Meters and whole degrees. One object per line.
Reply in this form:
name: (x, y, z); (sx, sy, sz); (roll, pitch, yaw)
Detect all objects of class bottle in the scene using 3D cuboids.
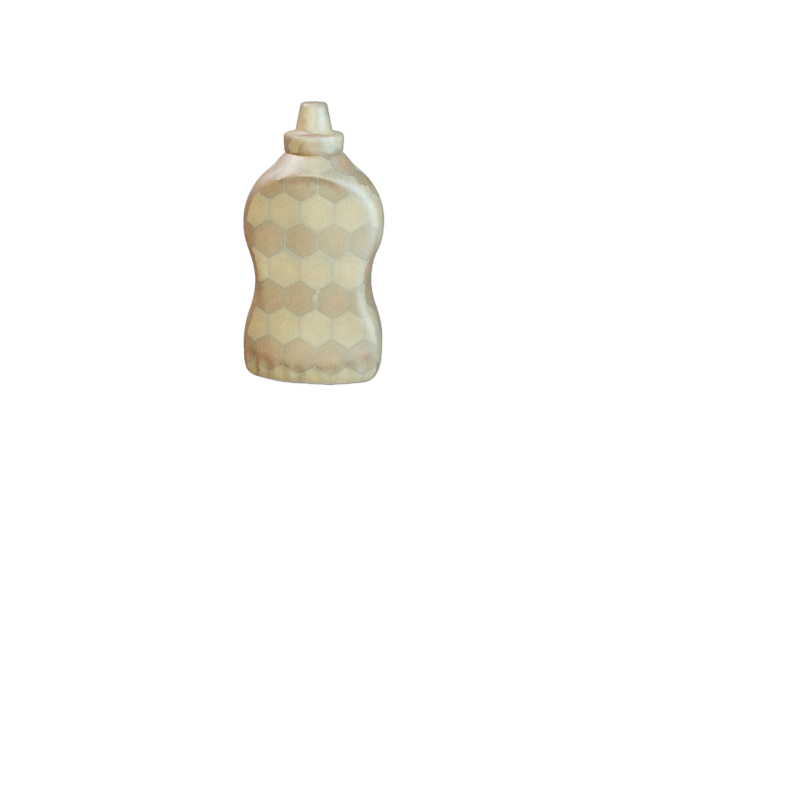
bottle: (-0.060, -0.109, 0.765); (0.097, 0.185, 0.059); (4, 15, 10)
